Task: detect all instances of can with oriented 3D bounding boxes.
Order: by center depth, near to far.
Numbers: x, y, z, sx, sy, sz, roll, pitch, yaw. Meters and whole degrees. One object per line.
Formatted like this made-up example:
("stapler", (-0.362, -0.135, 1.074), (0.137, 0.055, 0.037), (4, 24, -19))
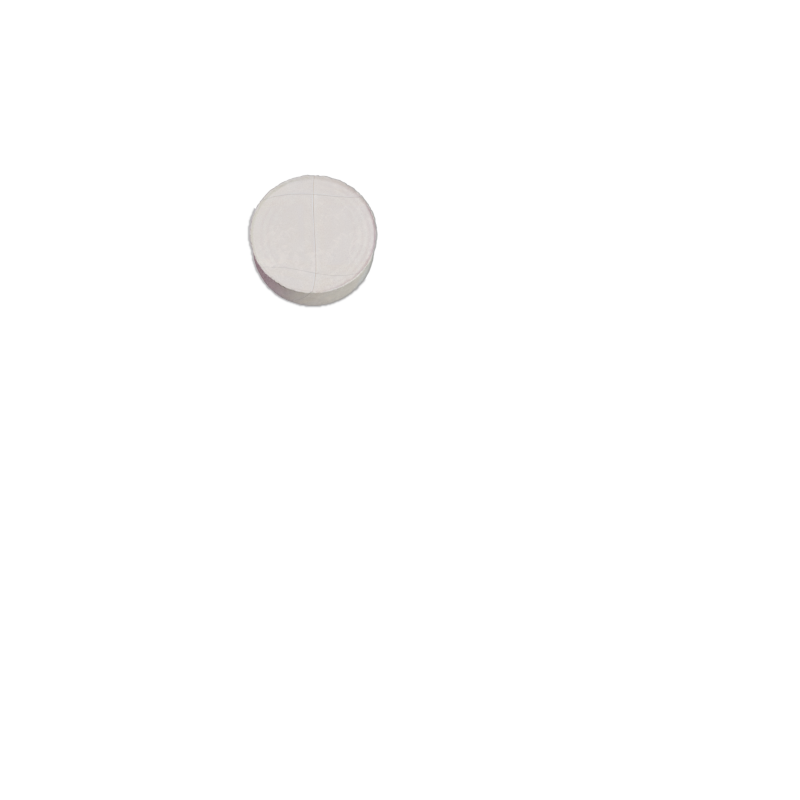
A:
("can", (-0.059, -0.108, 0.756), (0.086, 0.090, 0.032), (-1, -20, -1))
